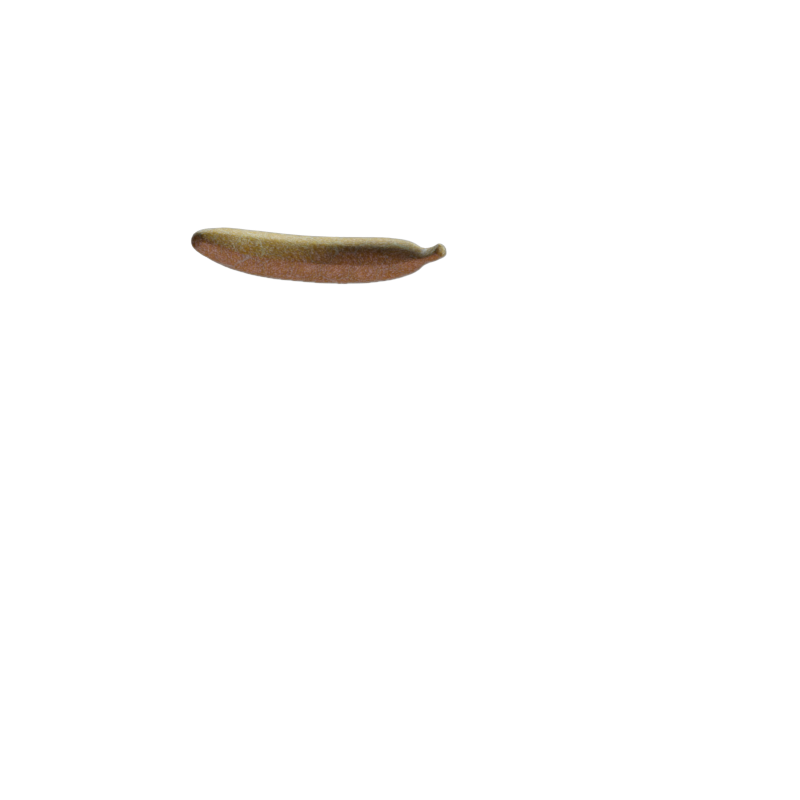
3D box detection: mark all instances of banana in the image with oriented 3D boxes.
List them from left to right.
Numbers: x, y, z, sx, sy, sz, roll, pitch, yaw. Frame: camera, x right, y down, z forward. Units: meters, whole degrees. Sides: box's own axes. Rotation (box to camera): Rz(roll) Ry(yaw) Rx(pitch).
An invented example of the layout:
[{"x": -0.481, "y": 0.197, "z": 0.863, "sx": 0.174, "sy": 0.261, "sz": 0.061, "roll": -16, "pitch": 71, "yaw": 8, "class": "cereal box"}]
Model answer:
[{"x": -0.066, "y": -0.118, "z": 0.887, "sx": 0.197, "sy": 0.039, "sz": 0.066, "roll": 1, "pitch": -21, "yaw": -2, "class": "banana"}]
